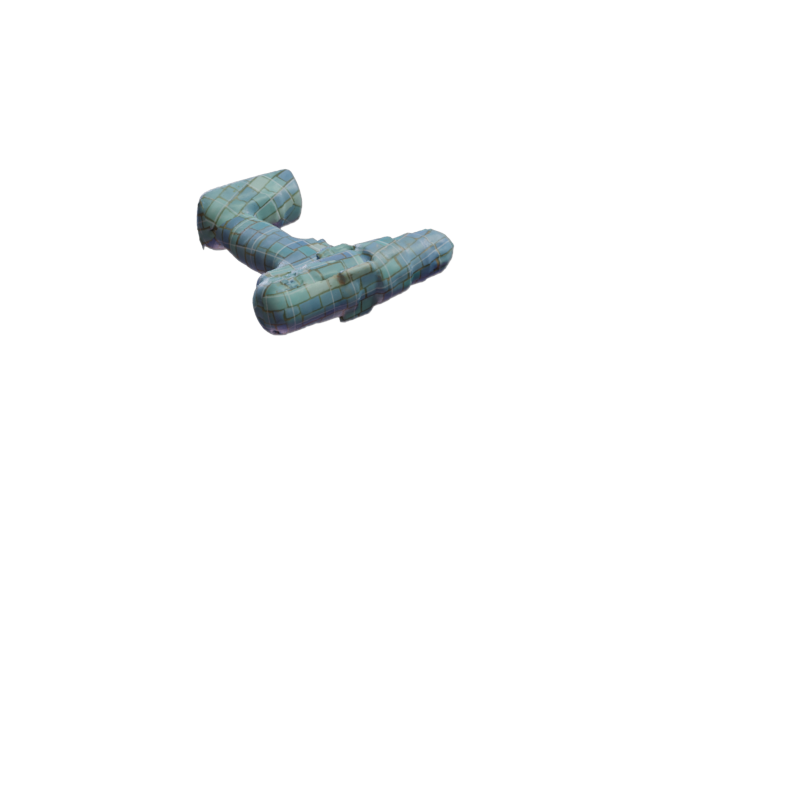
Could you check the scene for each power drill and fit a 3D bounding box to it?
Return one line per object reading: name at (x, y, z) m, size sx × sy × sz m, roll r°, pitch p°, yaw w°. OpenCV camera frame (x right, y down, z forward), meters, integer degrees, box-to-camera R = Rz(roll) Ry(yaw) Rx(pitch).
power drill at (-0.074, -0.135, 0.944) m, size 0.182 × 0.054 × 0.202 m, roll -21°, pitch 39°, yaw -28°
